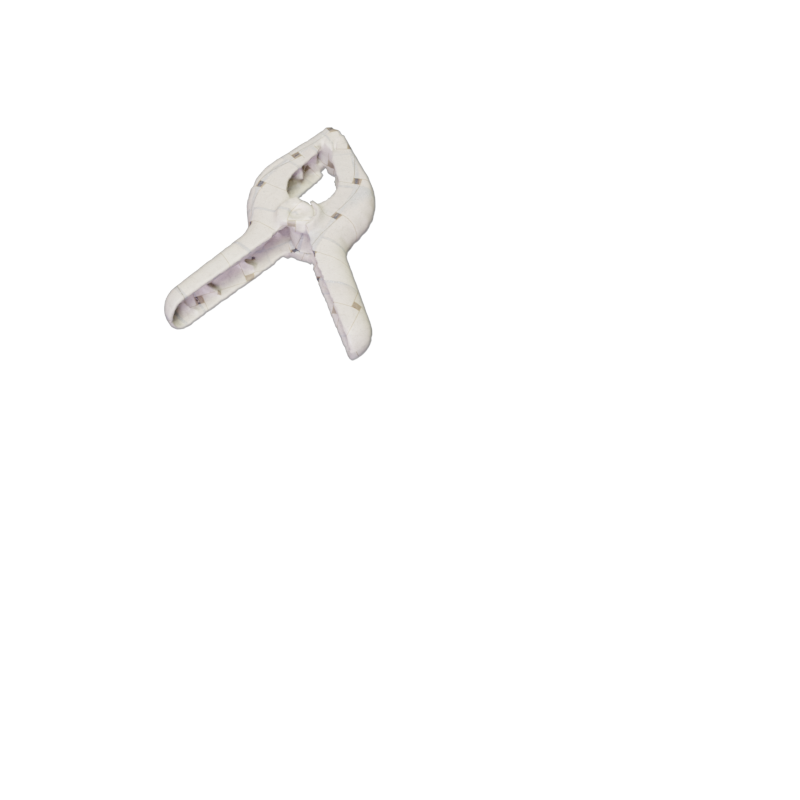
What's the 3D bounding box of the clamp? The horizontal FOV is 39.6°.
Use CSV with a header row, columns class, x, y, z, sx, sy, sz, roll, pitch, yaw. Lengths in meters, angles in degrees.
class,x,y,z,sx,sy,sz,roll,pitch,yaw
clamp,-0.052,-0.095,0.663,0.123,0.179,0.037,19,-33,12
